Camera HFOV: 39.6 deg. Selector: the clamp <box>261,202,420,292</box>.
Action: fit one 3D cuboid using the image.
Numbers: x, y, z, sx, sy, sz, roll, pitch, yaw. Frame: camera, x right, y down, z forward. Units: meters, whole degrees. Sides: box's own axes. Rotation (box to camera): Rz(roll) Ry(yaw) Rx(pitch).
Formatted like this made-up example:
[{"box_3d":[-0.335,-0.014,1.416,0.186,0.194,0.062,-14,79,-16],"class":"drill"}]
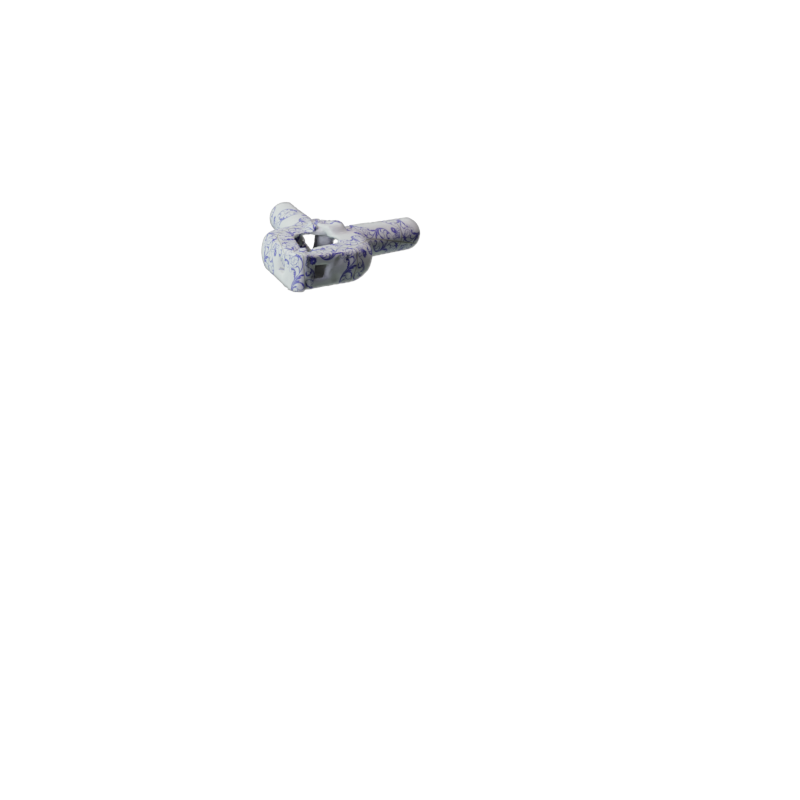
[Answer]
[{"box_3d":[-0.064,-0.118,0.823,0.124,0.038,0.172,6,18,18],"class":"clamp"}]
